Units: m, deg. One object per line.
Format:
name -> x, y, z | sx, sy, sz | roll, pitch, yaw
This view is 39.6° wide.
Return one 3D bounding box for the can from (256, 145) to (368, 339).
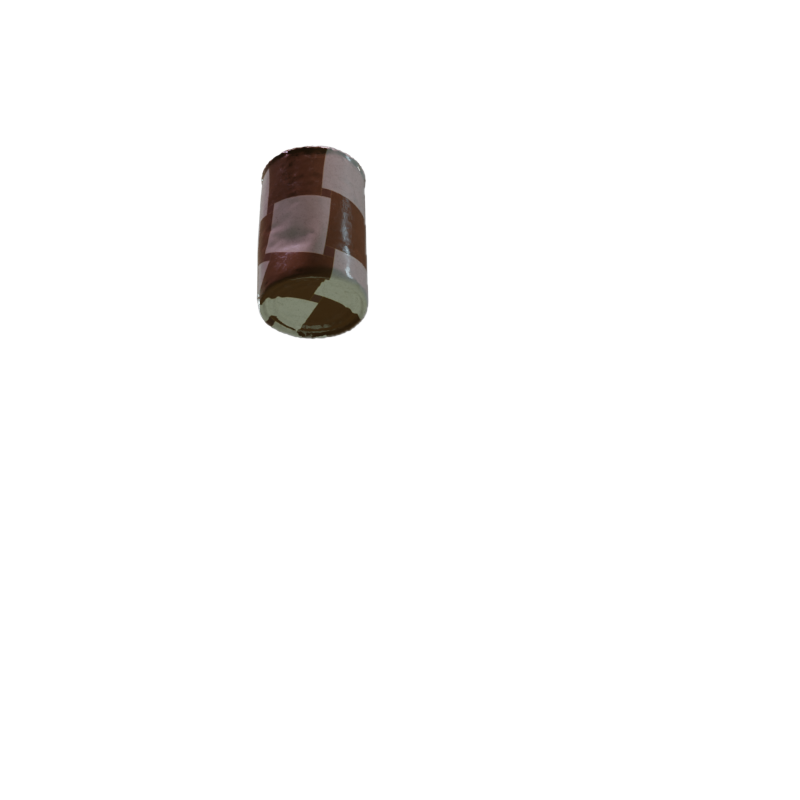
can -> -0.054, -0.098, 0.687 | 0.068, 0.109, 0.064 | -1, -35, -2
